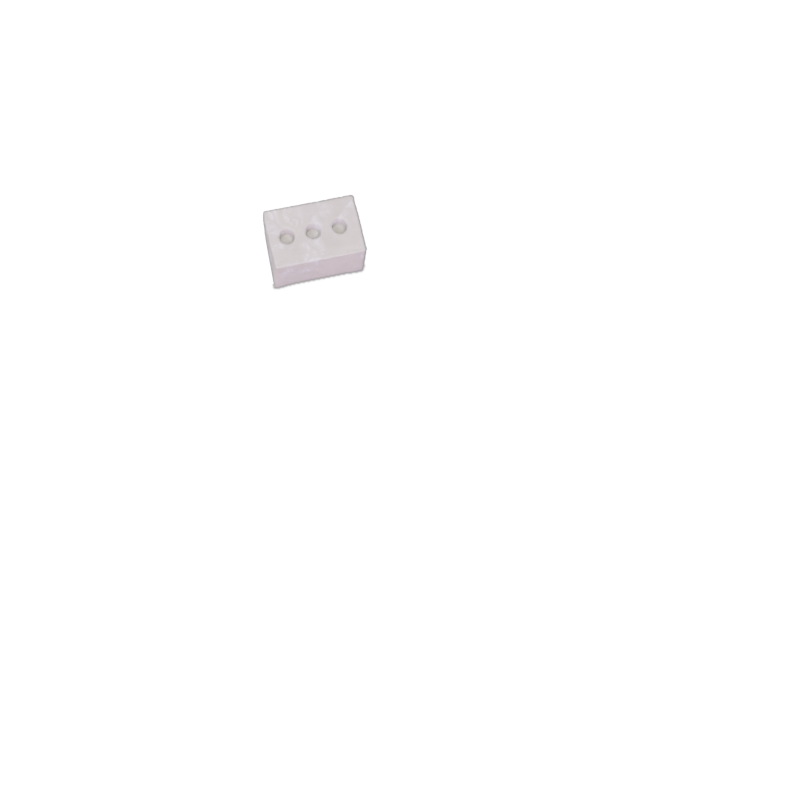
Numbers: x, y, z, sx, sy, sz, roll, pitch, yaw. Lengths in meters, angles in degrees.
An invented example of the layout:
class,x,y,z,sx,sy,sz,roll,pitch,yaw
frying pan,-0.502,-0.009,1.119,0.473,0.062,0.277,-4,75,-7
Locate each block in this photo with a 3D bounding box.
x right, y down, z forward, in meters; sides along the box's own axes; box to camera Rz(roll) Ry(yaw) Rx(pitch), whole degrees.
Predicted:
class,x,y,z,sx,sy,sz,roll,pitch,yaw
block,-0.072,-0.131,0.921,0.078,0.055,0.049,-12,-16,-5
